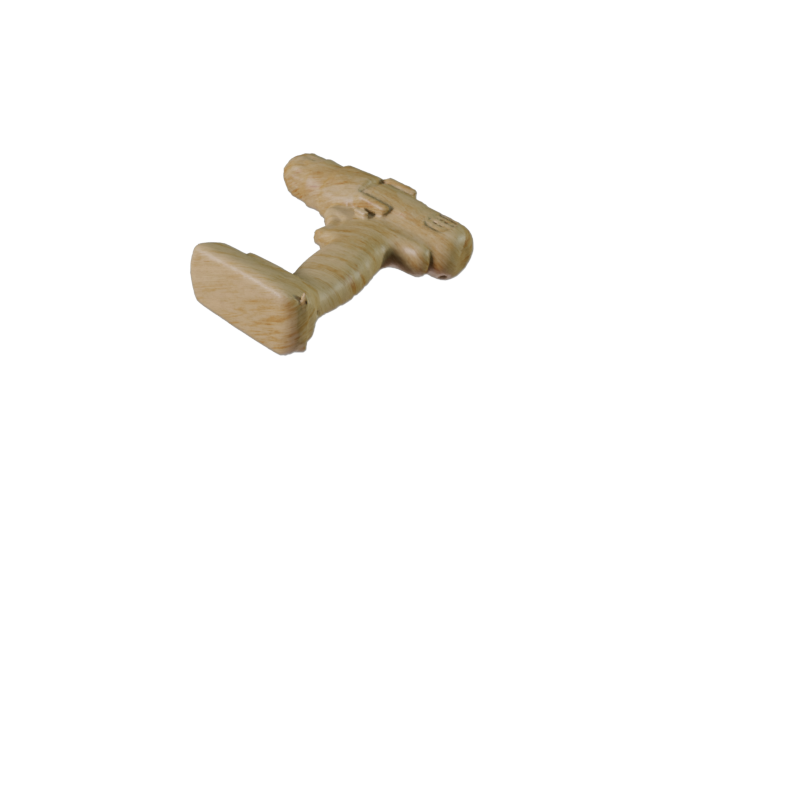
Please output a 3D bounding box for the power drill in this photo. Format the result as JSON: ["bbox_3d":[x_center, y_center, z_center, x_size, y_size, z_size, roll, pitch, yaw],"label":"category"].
[{"bbox_3d":[-0.066,-0.120,0.841,0.196,0.054,0.189,29,47,31],"label":"power drill"}]
